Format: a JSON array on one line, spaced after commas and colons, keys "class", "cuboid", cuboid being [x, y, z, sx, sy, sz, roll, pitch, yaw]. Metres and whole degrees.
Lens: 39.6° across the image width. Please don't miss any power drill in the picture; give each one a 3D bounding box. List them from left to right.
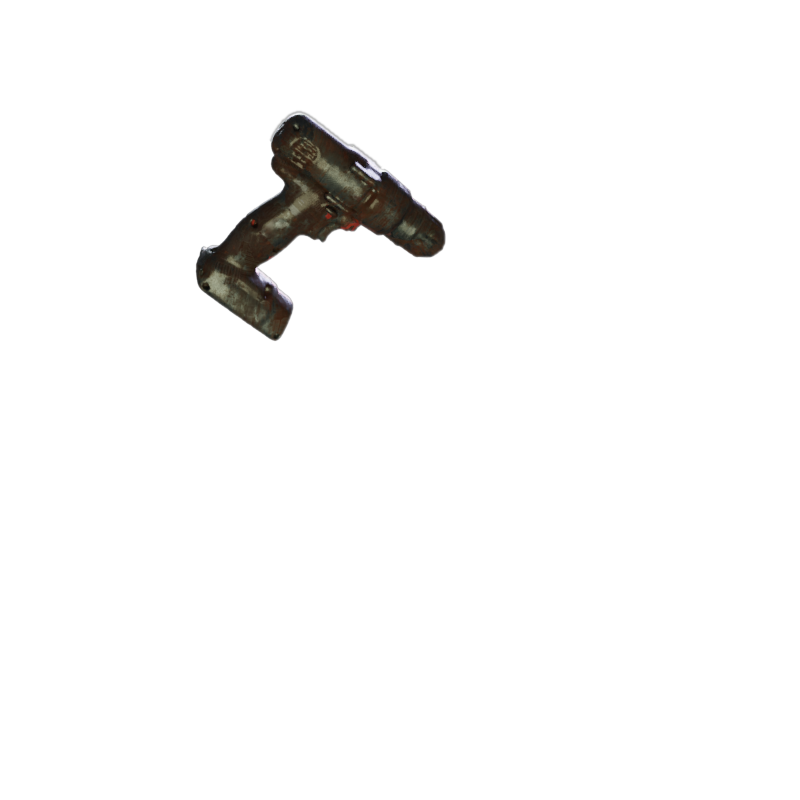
[{"class": "power drill", "cuboid": [-0.078, -0.142, 0.994, 0.177, 0.185, 0.061, 38, 21, -18]}]
